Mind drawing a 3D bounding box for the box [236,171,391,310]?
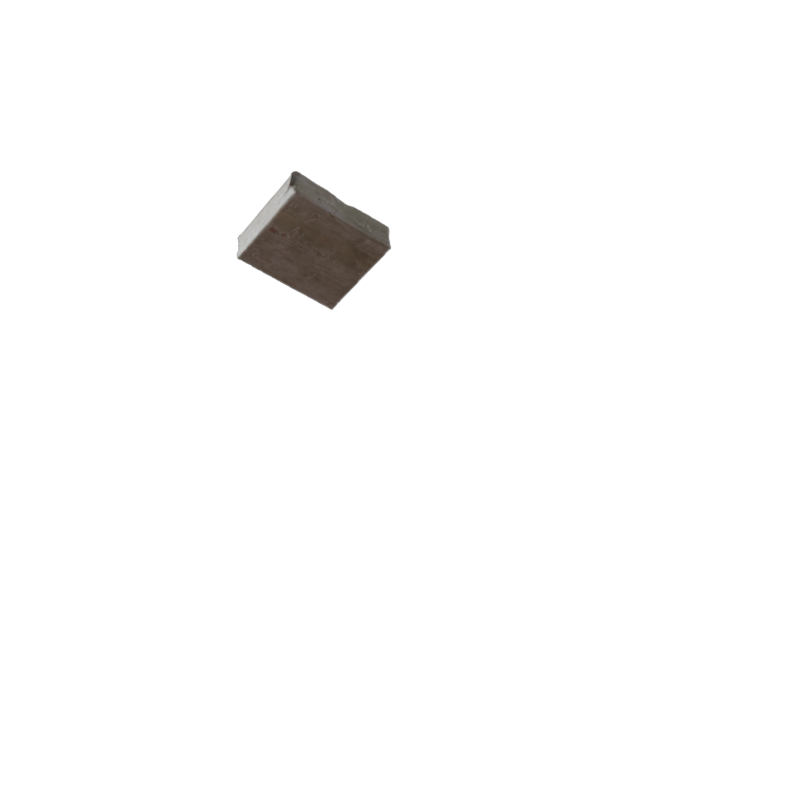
[{"bbox_3d":[-0.063,-0.116,0.809,0.085,0.032,0.071,30,-57,-22],"label":"box"}]
